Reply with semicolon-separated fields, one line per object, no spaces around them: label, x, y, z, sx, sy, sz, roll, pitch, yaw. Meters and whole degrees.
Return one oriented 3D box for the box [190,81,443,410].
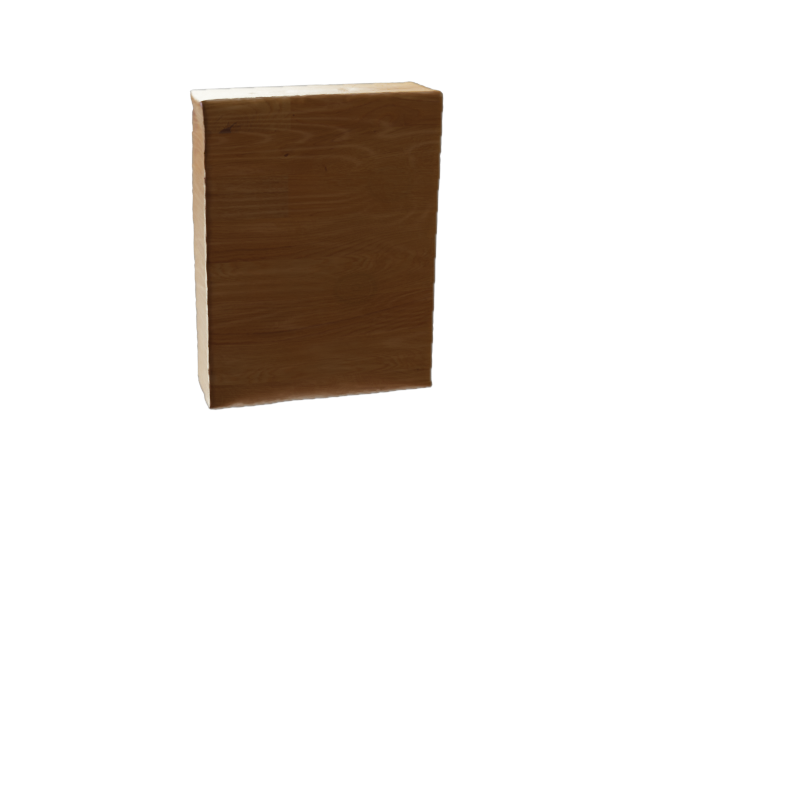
box;-0.060;-0.110;0.771;0.161;0.206;0.076;-4;17;-16
